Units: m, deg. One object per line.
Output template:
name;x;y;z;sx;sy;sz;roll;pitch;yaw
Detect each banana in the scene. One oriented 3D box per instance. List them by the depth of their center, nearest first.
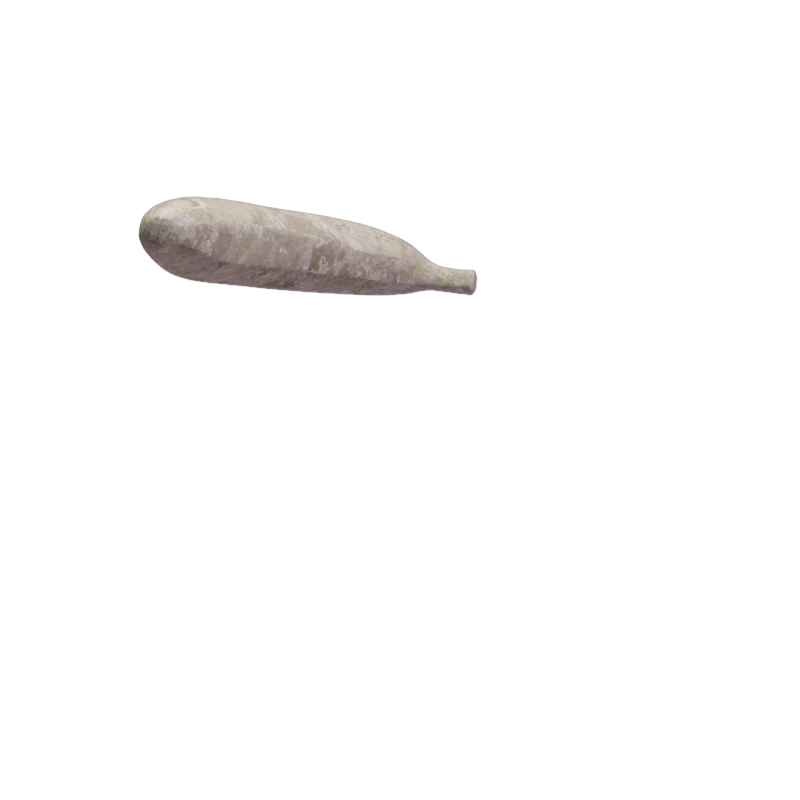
banana;-0.049;-0.068;0.492;0.072;0.037;0.189;-1;0;42
